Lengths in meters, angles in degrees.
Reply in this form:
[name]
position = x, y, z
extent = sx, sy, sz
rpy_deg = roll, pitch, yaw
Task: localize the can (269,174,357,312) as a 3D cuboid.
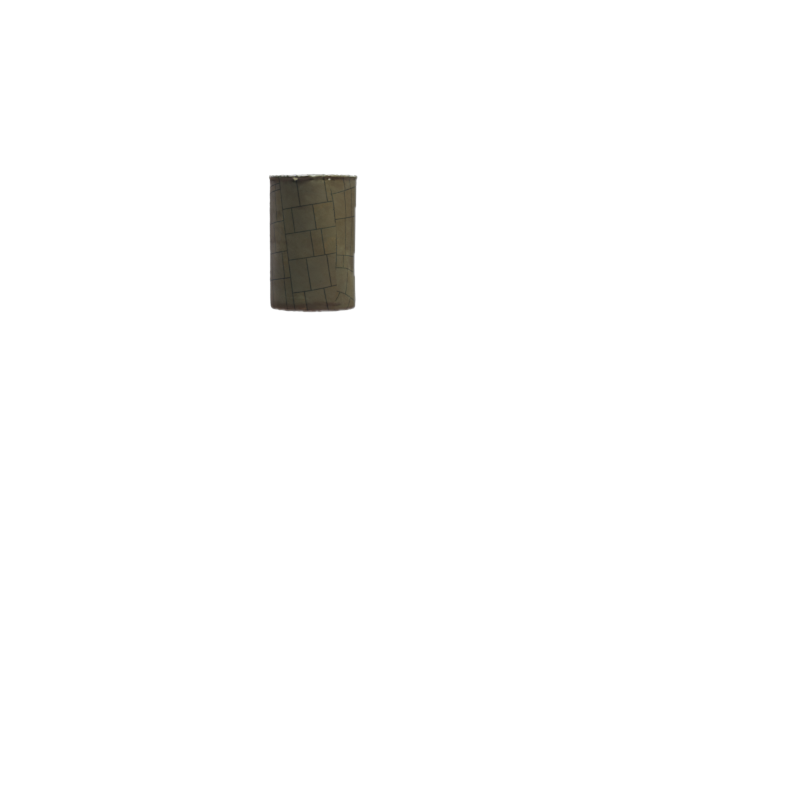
[can]
position = -0.067, -0.121, 0.851
extent = 0.068, 0.101, 0.069
rpy_deg = 0, 5, -2
